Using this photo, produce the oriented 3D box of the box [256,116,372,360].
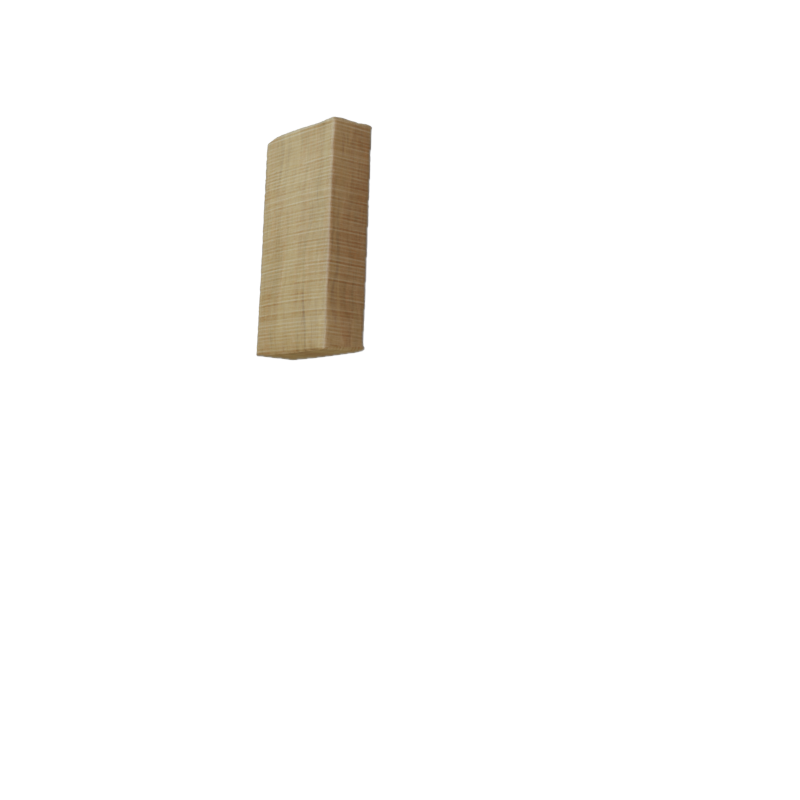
[{"bbox_3d":[-0.067,-0.122,0.856,0.046,0.181,0.095,7,-12,-39],"label":"box"}]
